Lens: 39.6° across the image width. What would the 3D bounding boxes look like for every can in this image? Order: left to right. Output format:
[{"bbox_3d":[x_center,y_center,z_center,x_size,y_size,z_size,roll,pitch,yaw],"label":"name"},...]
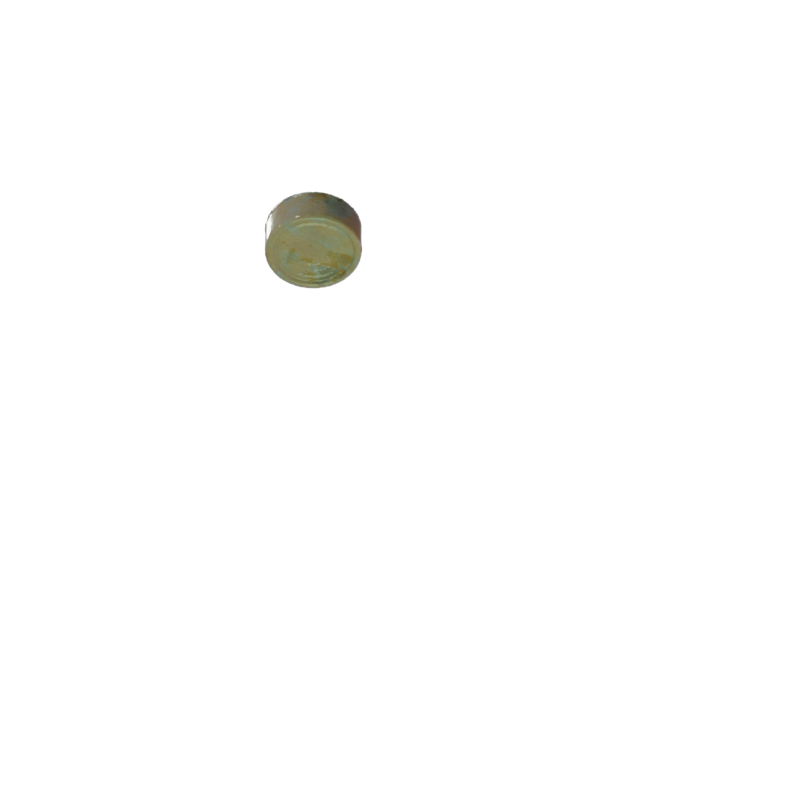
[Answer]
[{"bbox_3d":[-0.076,-0.138,0.969,0.086,0.080,0.036,1,44,-1],"label":"can"}]
